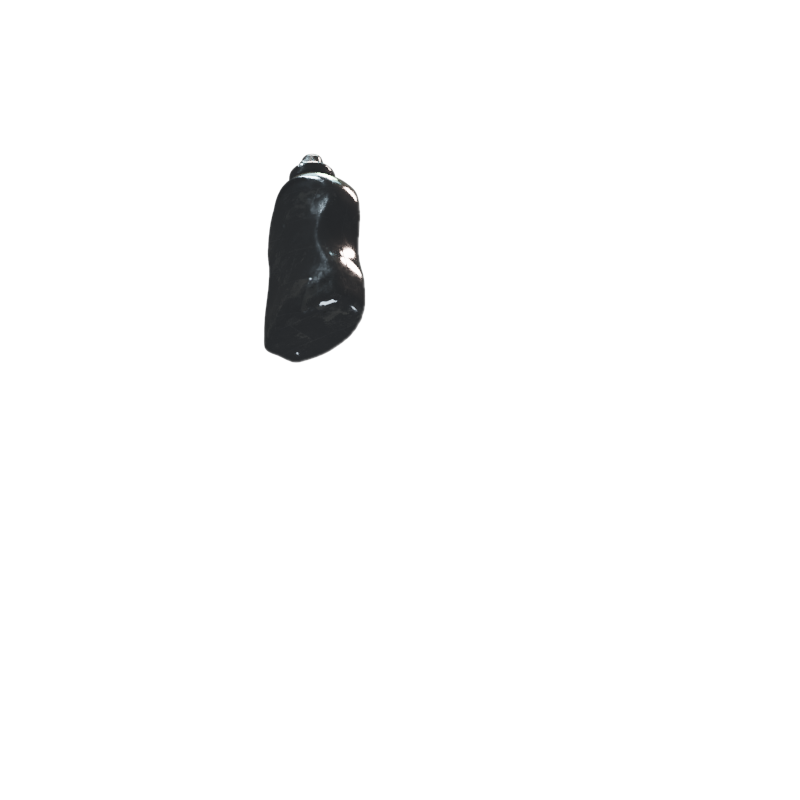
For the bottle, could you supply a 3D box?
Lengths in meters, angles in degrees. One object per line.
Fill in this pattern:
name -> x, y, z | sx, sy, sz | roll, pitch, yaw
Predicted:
bottle -> -0.073, -0.133, 0.930 | 0.055, 0.206, 0.095 | 24, -45, -31
